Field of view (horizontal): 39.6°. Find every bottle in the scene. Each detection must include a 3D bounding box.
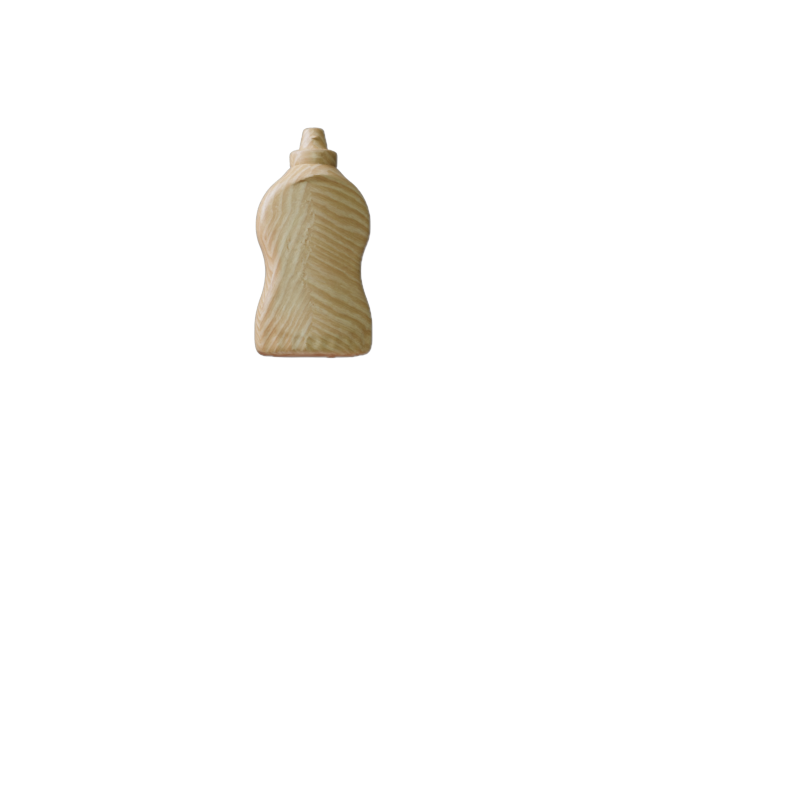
[{"bbox_3d":[-0.072,-0.132,0.926,0.095,0.195,0.058,1,-7,-11],"label":"bottle"}]
